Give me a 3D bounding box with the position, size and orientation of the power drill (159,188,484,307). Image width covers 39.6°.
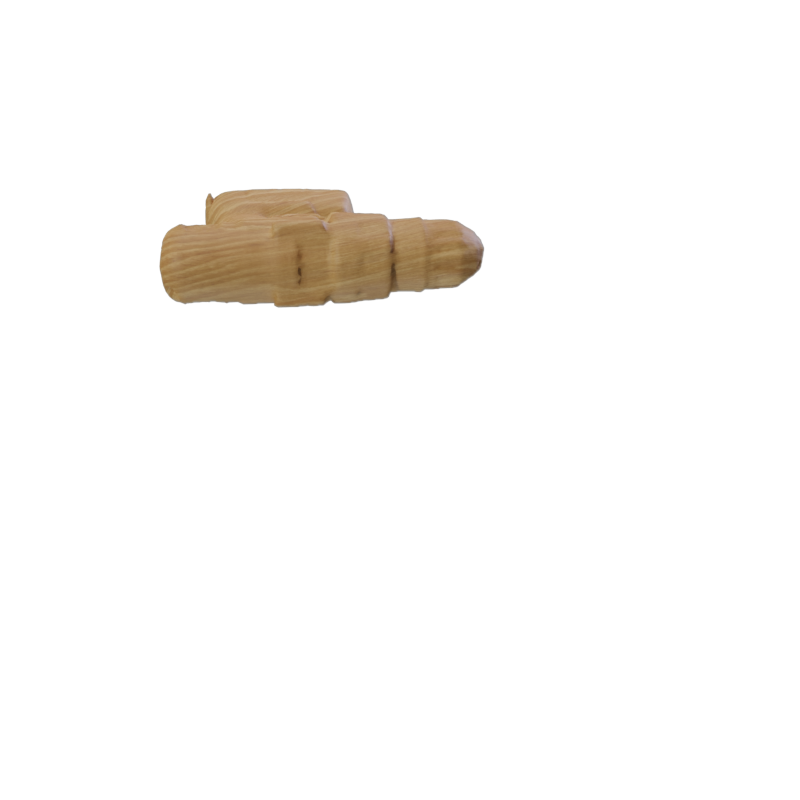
[{"bbox_3d":[-0.055,-0.100,0.700,0.183,0.056,0.194,-2,13,-7],"label":"power drill"}]
